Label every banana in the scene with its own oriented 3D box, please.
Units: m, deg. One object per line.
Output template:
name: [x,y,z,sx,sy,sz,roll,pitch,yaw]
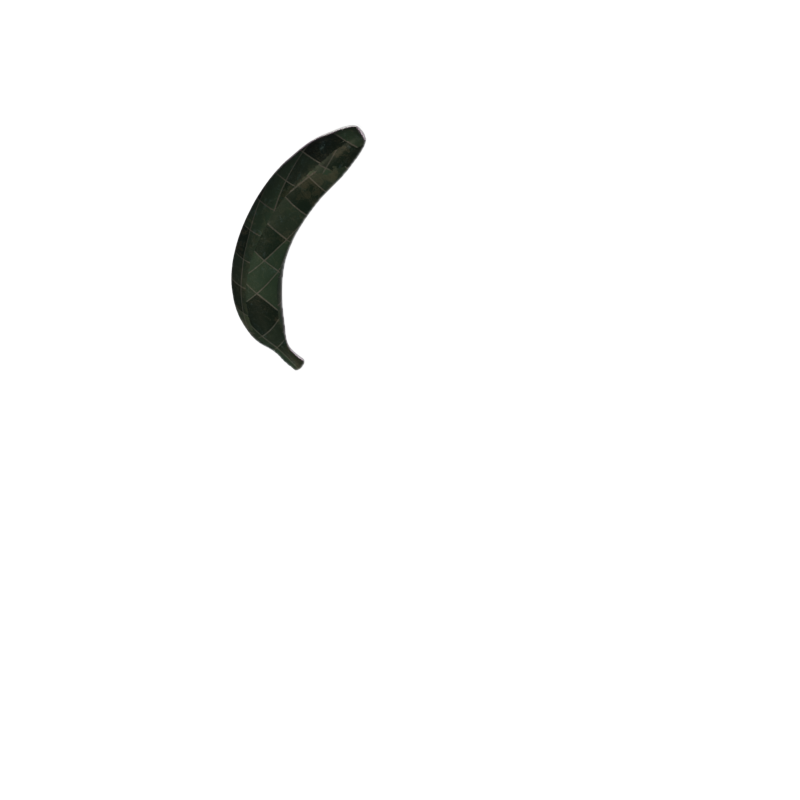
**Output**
banana: [-0.081,-0.113,0.792,0.069,0.188,0.039,13,30,-9]
